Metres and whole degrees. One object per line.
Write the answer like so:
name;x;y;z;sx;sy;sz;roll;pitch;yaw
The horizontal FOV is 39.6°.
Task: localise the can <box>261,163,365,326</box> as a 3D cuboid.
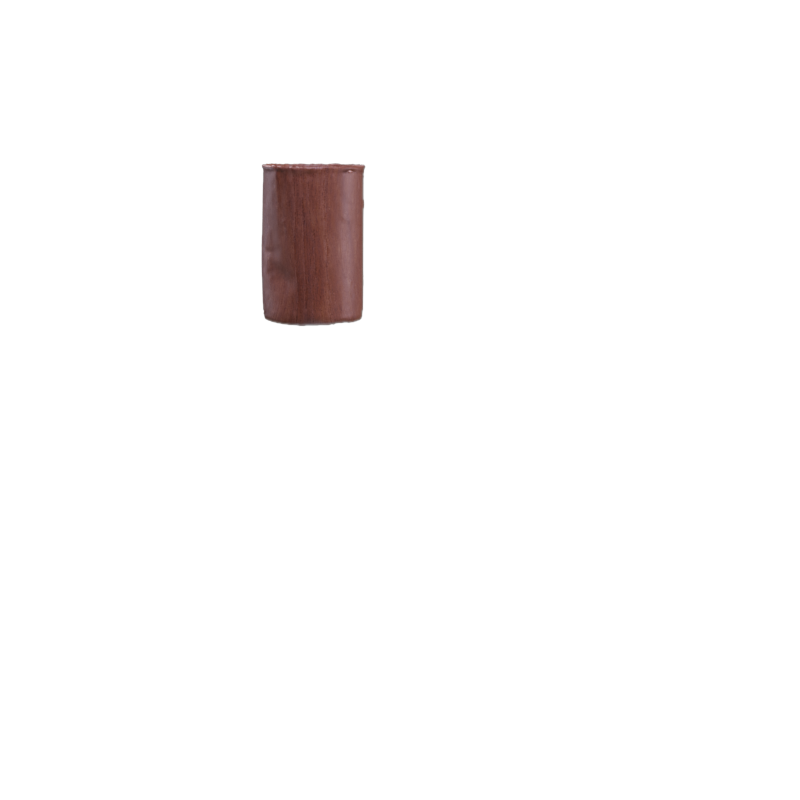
can;-0.057;-0.104;0.731;0.068;0.101;0.070;0;8;-2
